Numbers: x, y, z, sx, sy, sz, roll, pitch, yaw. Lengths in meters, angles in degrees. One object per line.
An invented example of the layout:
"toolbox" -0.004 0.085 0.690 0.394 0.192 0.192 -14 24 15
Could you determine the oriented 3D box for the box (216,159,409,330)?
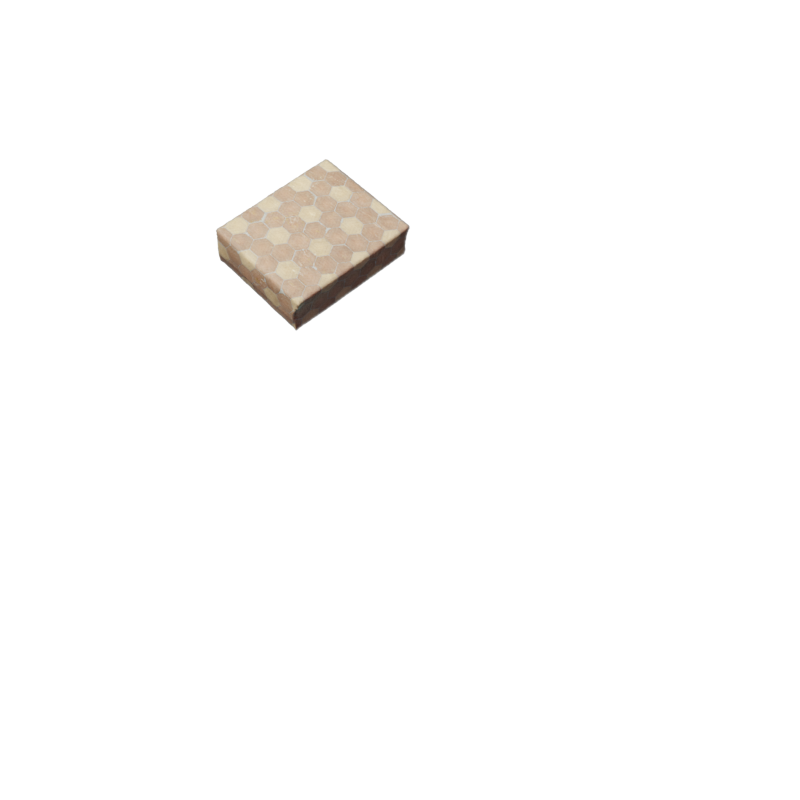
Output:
"box" -0.064 -0.116 0.812 0.114 0.095 0.036 -38 -27 -24
